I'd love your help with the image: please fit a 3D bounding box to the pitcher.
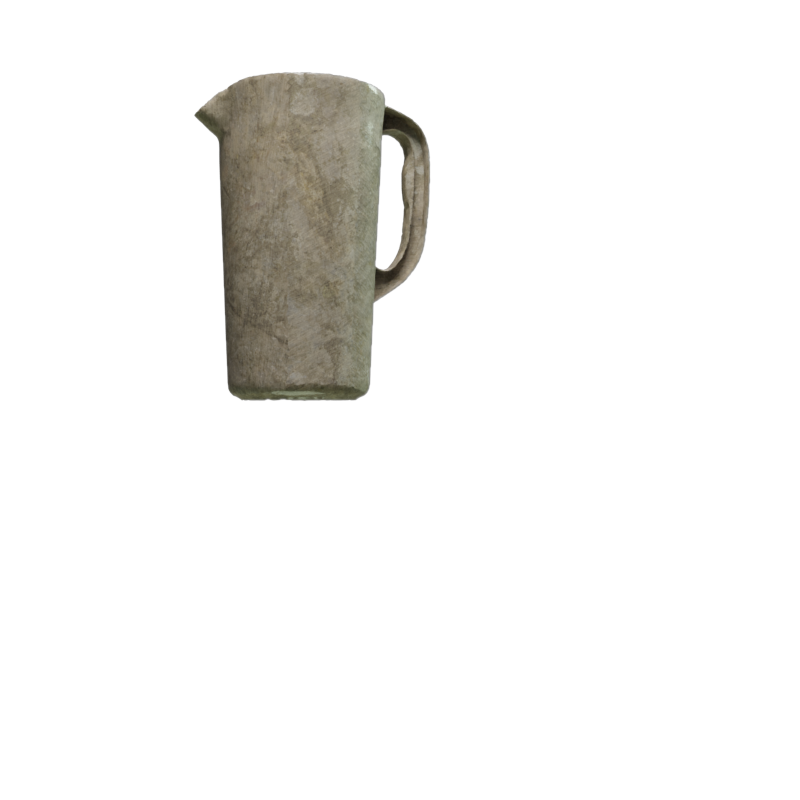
[{"bbox_3d":[-0.067,-0.122,0.857,0.153,0.248,0.139,-3,-7,25],"label":"pitcher"}]
